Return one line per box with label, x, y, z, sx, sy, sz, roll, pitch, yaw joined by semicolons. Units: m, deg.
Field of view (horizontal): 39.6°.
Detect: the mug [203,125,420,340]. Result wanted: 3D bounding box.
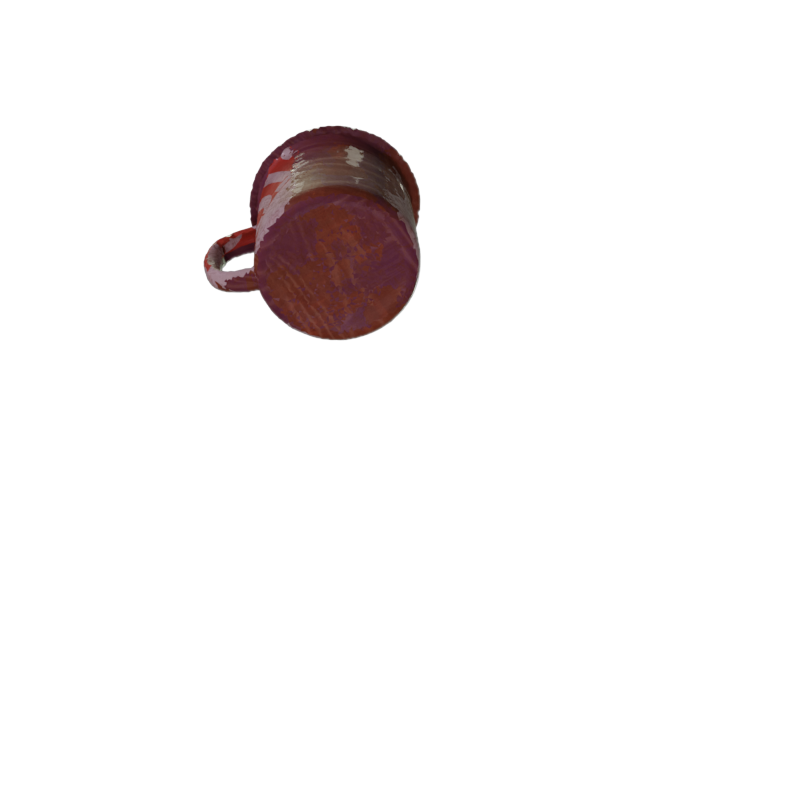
mug;-0.045;-0.081;0.569;0.117;0.088;0.086;-12;28;5
